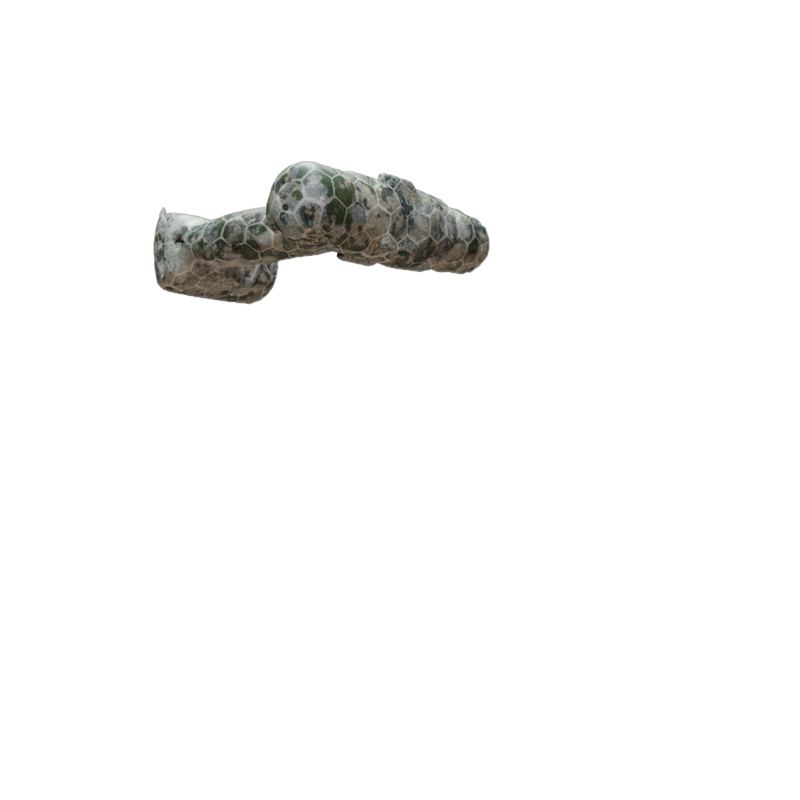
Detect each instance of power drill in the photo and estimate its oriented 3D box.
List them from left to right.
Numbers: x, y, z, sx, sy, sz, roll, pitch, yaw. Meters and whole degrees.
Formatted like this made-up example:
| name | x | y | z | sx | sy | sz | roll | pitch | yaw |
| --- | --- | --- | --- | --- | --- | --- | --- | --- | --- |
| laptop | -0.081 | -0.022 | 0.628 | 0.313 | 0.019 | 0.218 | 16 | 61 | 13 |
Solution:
| name | x | y | z | sx | sy | sz | roll | pitch | yaw |
| --- | --- | --- | --- | --- | --- | --- | --- | --- | --- |
| power drill | -0.058 | -0.105 | 0.737 | 0.192 | 0.059 | 0.175 | -8 | -12 | 41 |
